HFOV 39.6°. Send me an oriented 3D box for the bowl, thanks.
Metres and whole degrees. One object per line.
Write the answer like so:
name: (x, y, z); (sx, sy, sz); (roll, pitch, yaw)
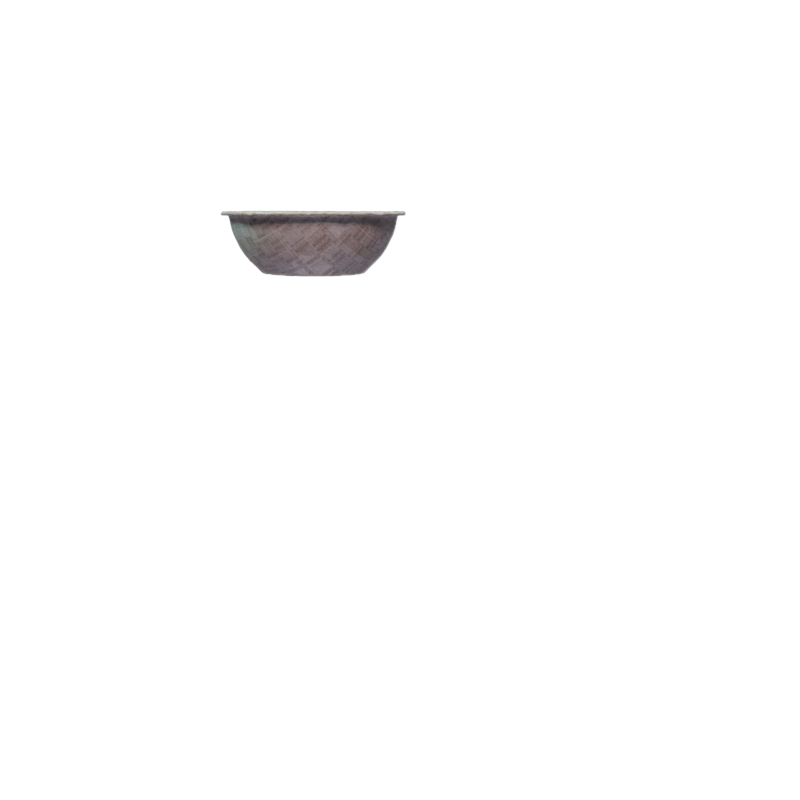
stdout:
bowl: (-0.076, -0.139, 0.971); (0.162, 0.054, 0.165); (0, 10, -2)
